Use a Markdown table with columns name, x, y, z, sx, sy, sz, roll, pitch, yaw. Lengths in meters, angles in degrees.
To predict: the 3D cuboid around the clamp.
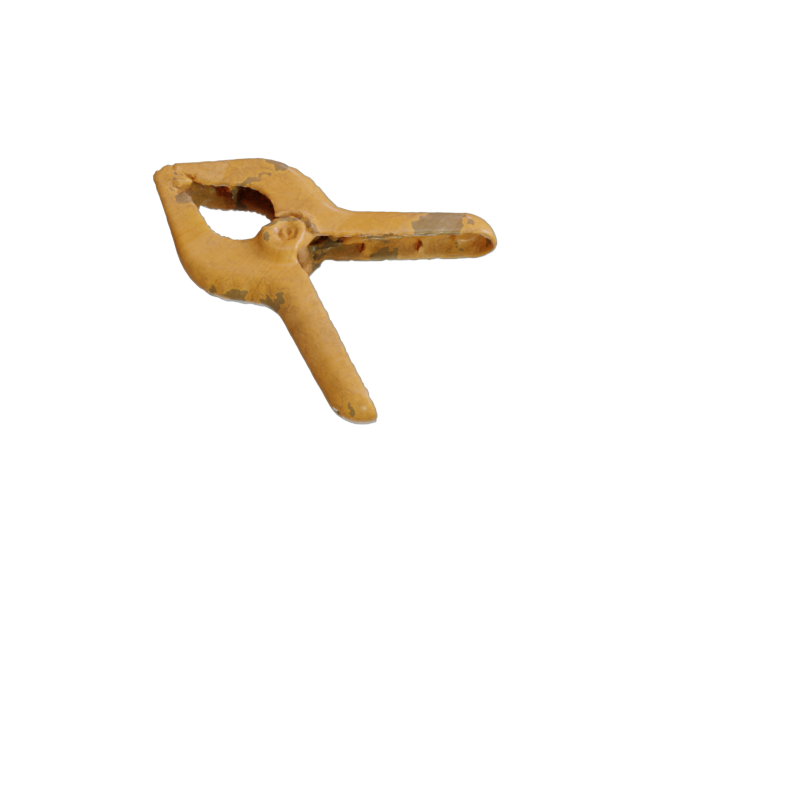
| name | x | y | z | sx | sy | sz | roll | pitch | yaw |
| --- | --- | --- | --- | --- | --- | --- | --- | --- | --- |
| clamp | -0.043 | -0.078 | 0.543 | 0.181 | 0.122 | 0.037 | 37 | -26 | 22 |
